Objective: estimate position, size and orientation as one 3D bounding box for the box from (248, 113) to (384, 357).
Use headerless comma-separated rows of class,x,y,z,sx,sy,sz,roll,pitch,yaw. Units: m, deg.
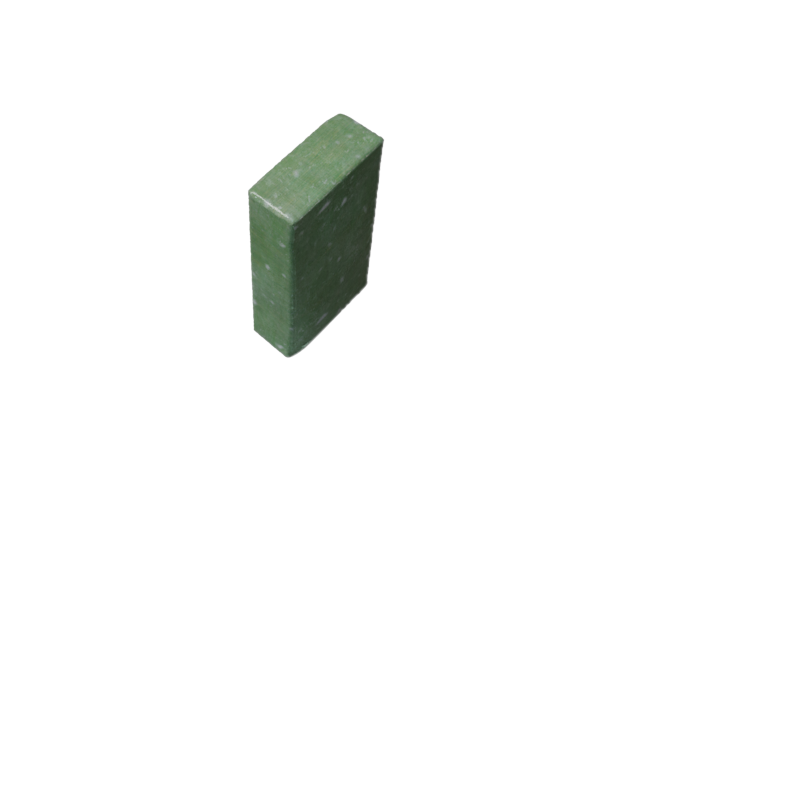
box,-0.060,-0.110,0.771,0.050,0.095,0.165,35,-27,16
